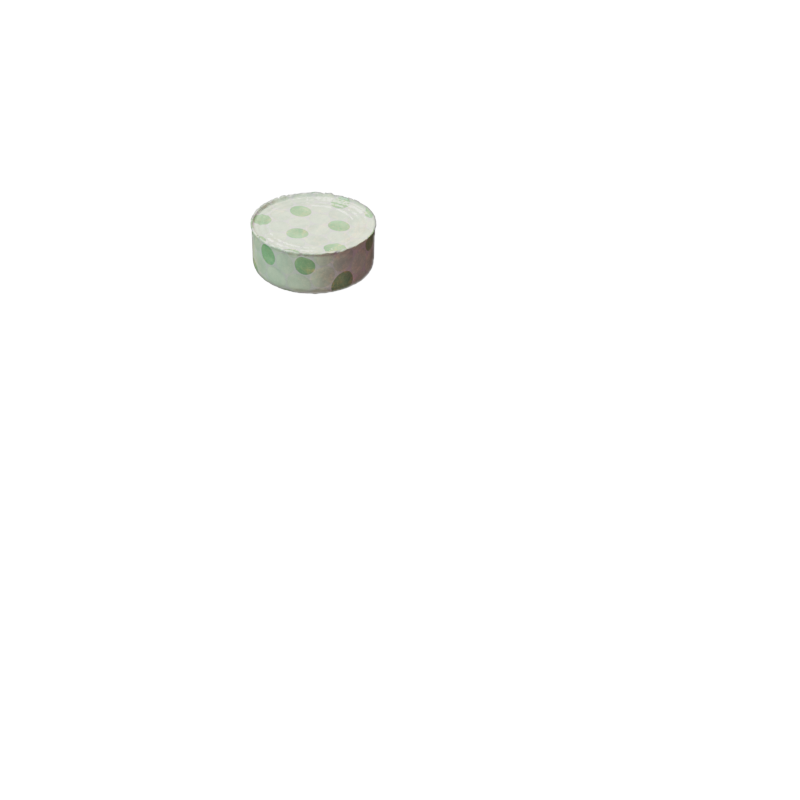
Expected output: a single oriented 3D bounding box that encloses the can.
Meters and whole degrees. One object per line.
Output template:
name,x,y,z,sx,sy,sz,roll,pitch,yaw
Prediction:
can,-0.060,-0.109,0.762,0.086,0.031,0.092,-1,36,-2
